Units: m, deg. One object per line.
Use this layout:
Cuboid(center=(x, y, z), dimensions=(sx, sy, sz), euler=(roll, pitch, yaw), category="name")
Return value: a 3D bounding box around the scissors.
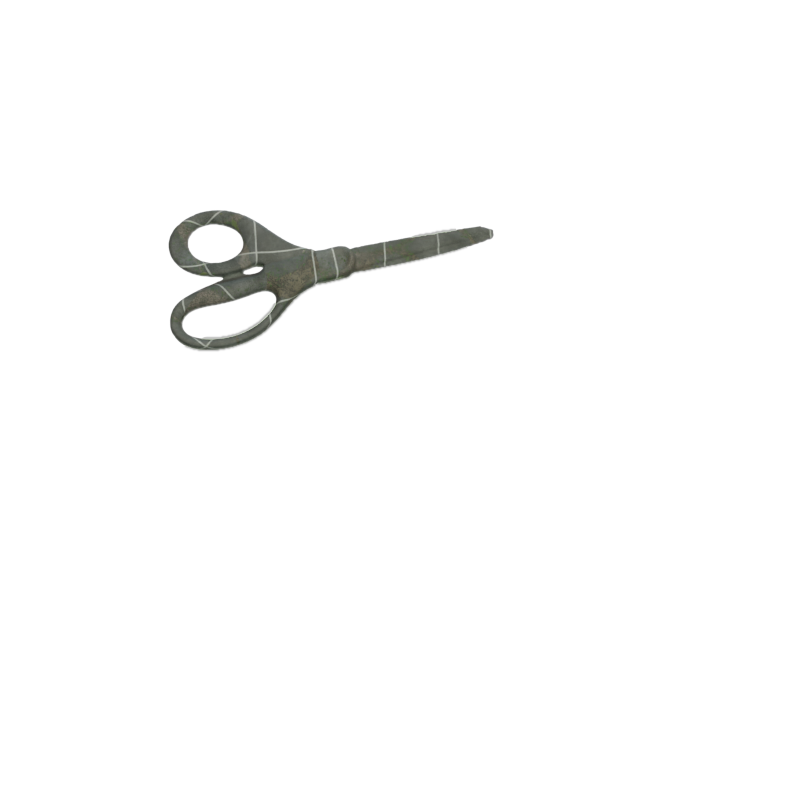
Cuboid(center=(-0.053, -0.097, 0.678), dimensions=(0.201, 0.101, 0.015), euler=(-27, -19, -10), category="scissors")
